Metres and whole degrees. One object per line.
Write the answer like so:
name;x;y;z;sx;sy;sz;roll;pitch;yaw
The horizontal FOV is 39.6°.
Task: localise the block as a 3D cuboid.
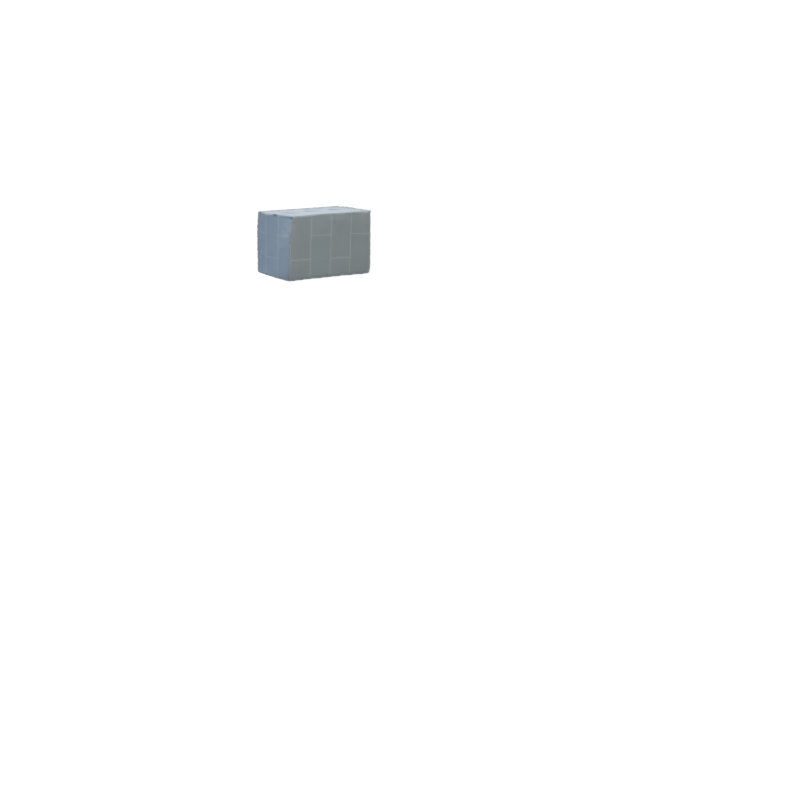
block;-0.069;-0.126;0.886;0.076;0.050;0.056;-9;15;-35
